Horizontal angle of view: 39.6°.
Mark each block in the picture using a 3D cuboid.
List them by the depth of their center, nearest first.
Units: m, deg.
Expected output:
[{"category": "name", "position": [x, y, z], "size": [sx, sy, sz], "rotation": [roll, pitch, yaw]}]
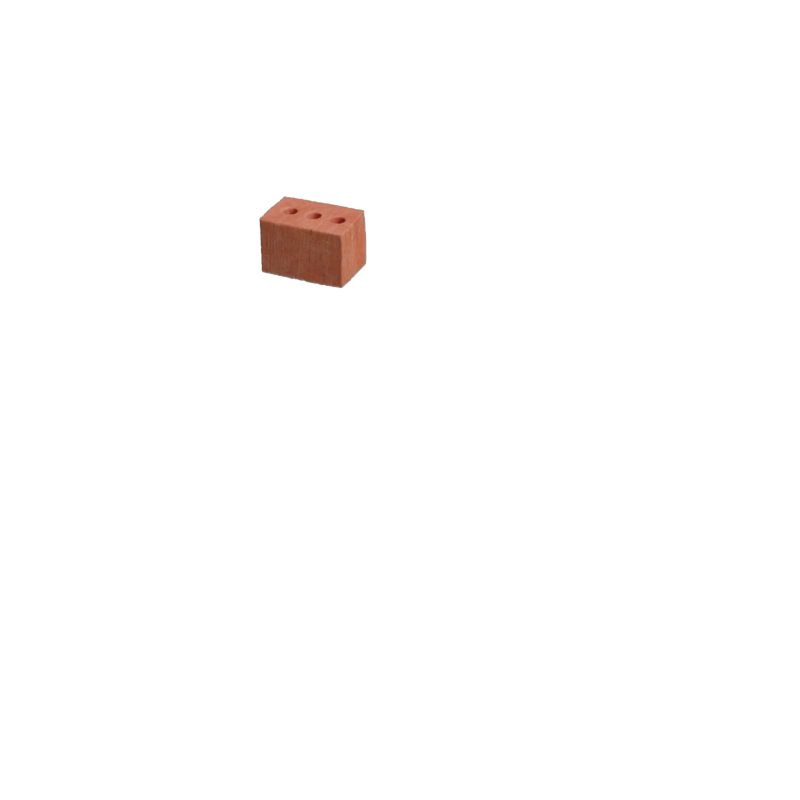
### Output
[{"category": "block", "position": [-0.073, -0.134, 0.937], "size": [0.081, 0.048, 0.054], "rotation": [12, 32, 19]}]
